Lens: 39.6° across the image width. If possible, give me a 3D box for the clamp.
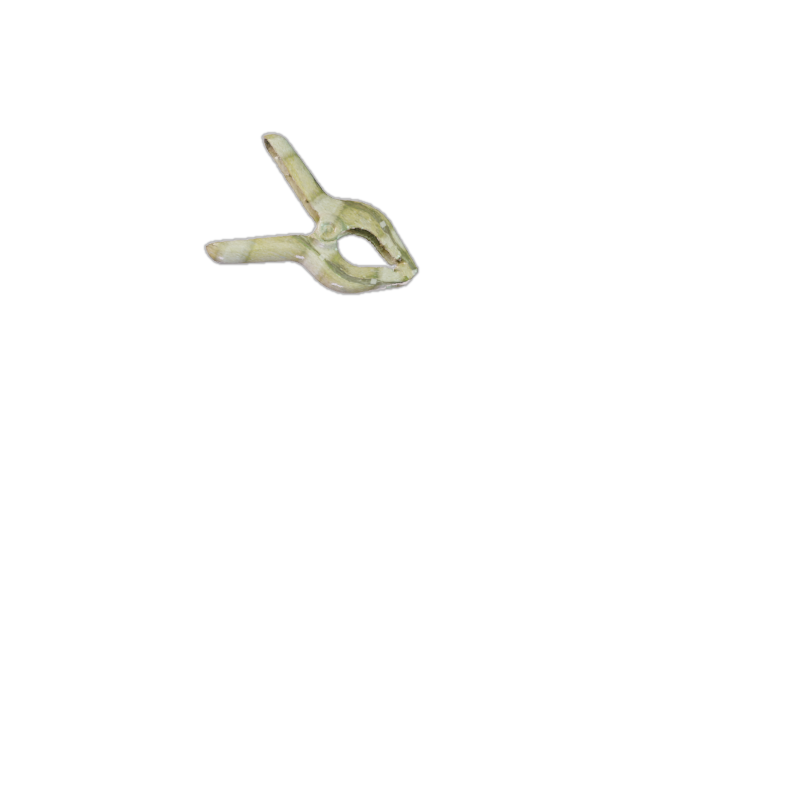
[{"bbox_3d":[-0.072,-0.130,0.914,0.174,0.121,0.038,34,-8,6],"label":"clamp"}]
